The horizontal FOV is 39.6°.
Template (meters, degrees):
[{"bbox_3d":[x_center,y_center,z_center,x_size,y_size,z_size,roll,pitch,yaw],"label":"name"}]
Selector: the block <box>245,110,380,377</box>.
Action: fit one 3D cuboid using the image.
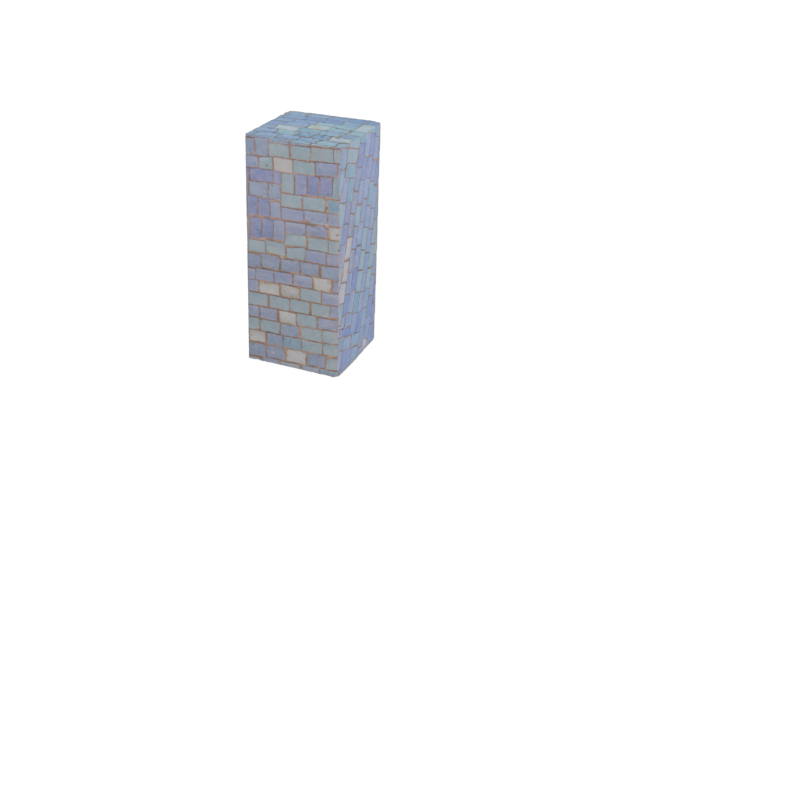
[{"bbox_3d":[-0.075,-0.139,0.969,0.094,0.196,0.091,11,25,21],"label":"block"}]
